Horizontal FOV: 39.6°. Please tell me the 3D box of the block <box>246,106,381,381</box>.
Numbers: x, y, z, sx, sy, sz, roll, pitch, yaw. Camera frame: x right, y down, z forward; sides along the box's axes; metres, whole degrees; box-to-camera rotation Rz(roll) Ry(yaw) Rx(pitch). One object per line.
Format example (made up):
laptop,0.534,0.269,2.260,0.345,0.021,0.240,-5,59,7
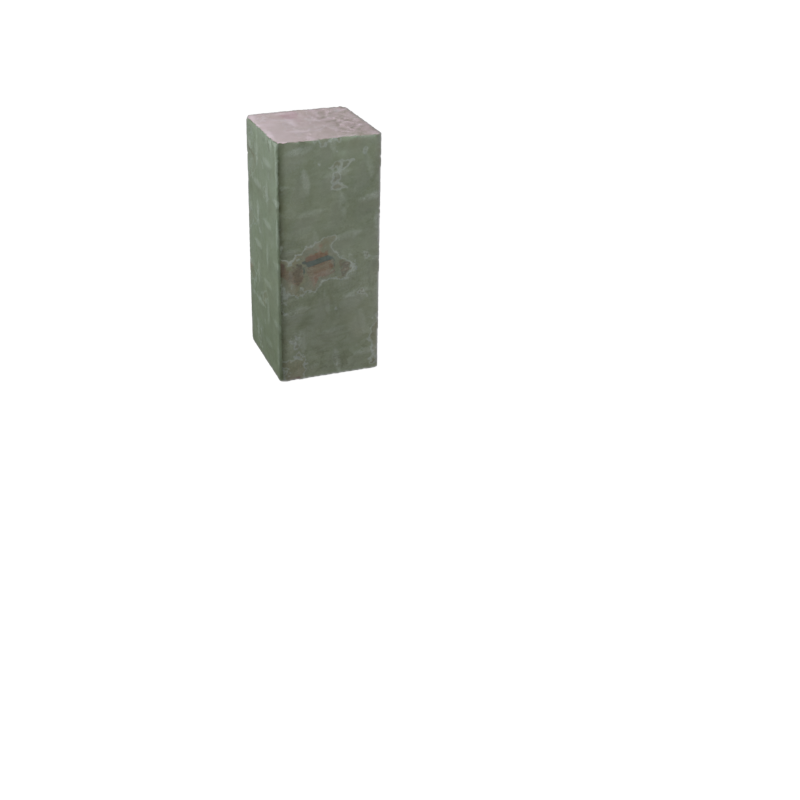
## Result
block,-0.074,-0.133,0.930,0.088,0.196,0.097,-8,26,-20
